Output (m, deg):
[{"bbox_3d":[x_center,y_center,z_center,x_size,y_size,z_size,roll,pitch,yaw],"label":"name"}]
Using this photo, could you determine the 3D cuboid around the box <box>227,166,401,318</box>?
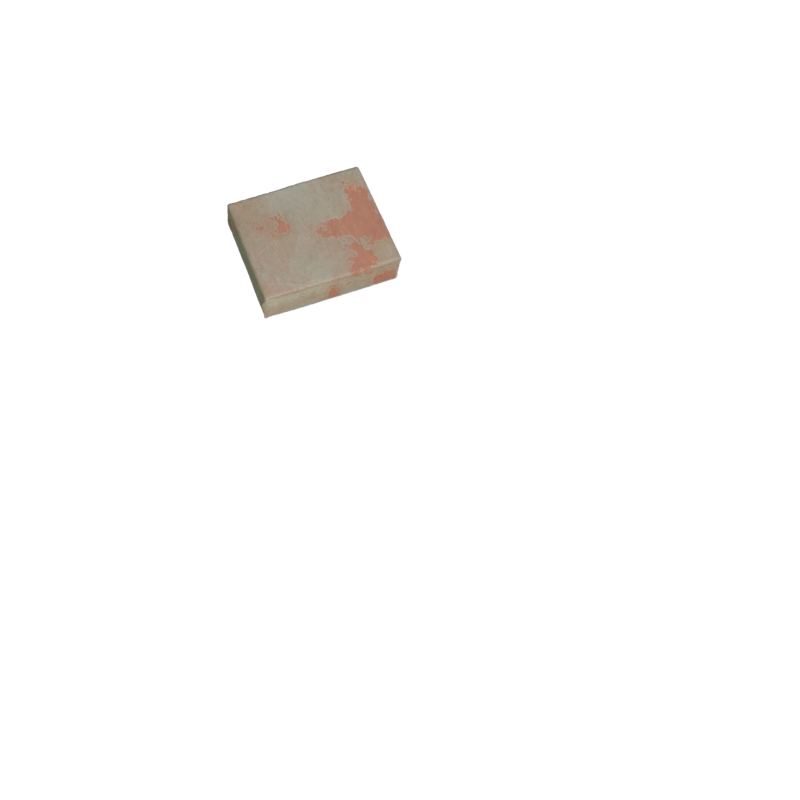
[{"bbox_3d":[-0.067,-0.123,0.859,0.113,0.096,0.037,-19,-26,-11],"label":"box"}]
